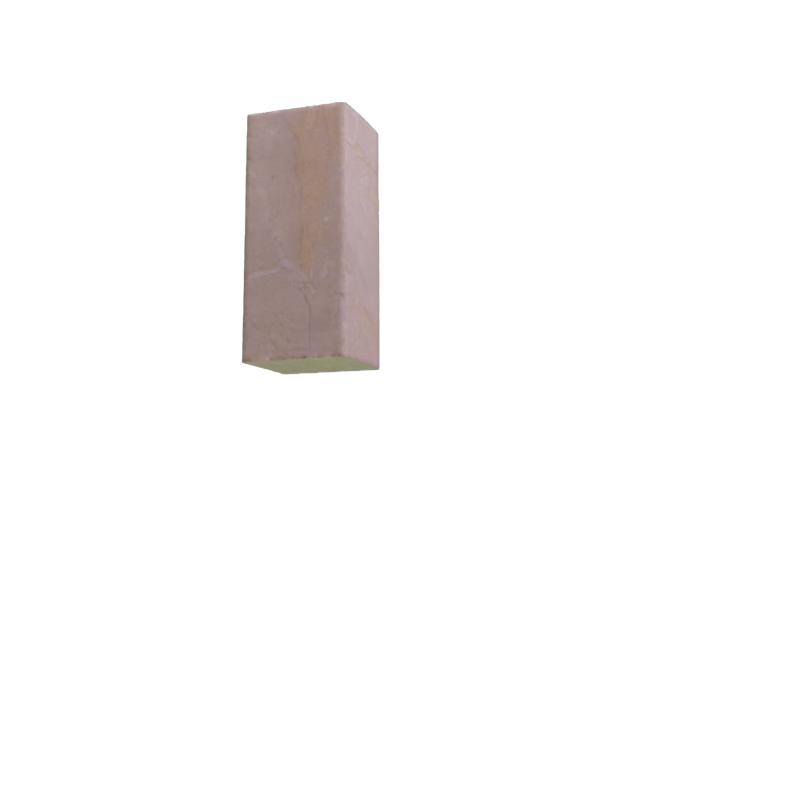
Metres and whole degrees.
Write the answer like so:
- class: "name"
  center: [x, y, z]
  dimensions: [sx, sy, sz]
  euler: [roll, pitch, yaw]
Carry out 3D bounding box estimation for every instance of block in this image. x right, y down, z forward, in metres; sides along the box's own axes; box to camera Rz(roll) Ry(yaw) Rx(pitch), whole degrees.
- class: "block"
  center: [-0.071, -0.131, 0.917]
  dimensions: [0.092, 0.213, 0.086]
  euler: [-5, -13, 19]
